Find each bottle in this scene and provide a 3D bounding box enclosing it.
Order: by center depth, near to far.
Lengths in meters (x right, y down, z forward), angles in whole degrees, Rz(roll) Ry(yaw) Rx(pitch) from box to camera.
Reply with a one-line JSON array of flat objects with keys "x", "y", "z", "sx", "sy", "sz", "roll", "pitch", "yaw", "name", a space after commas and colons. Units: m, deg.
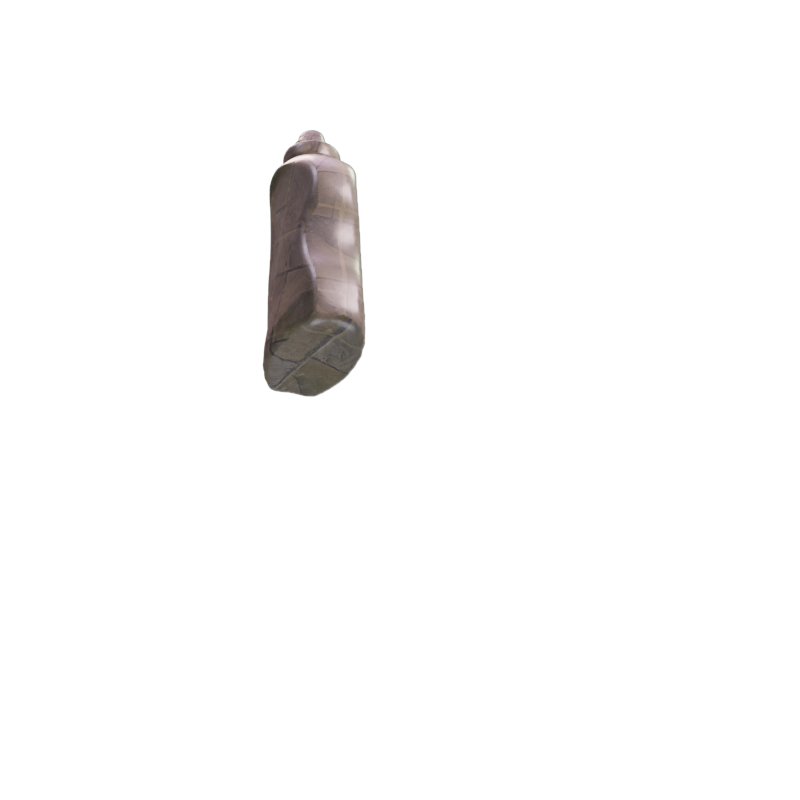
[{"x": -0.059, "y": -0.107, "z": 0.746, "sx": 0.057, "sy": 0.205, "sz": 0.092, "roll": 10, "pitch": -36, "yaw": -18, "name": "bottle"}]
